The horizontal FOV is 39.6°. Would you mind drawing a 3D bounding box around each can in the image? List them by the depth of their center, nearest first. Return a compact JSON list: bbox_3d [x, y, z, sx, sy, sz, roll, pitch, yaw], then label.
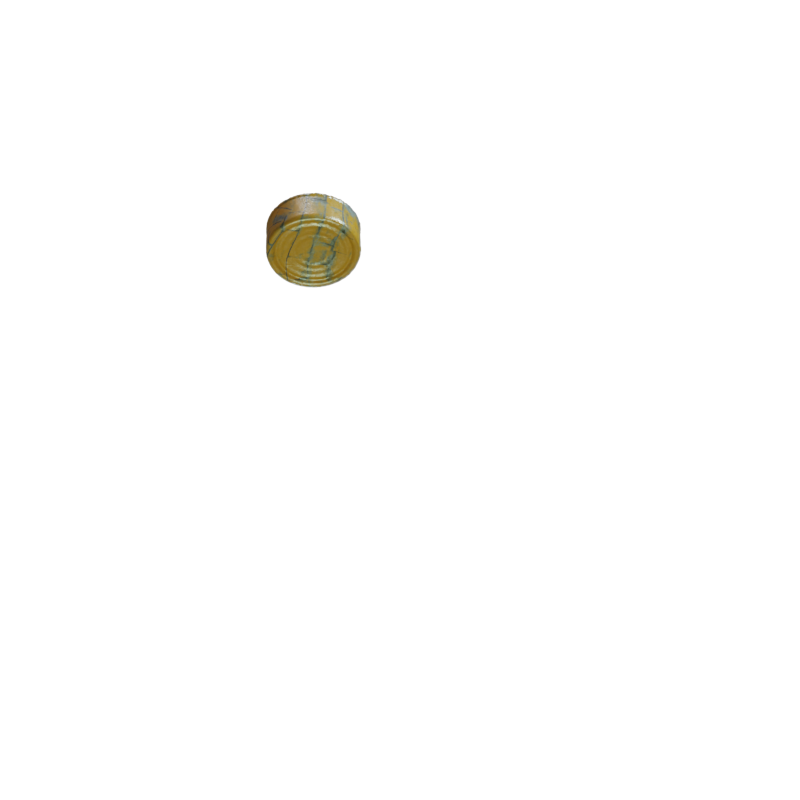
[{"bbox_3d":[-0.078,-0.142,0.992,0.086,0.080,0.036,1,44,-1],"label":"can"}]
